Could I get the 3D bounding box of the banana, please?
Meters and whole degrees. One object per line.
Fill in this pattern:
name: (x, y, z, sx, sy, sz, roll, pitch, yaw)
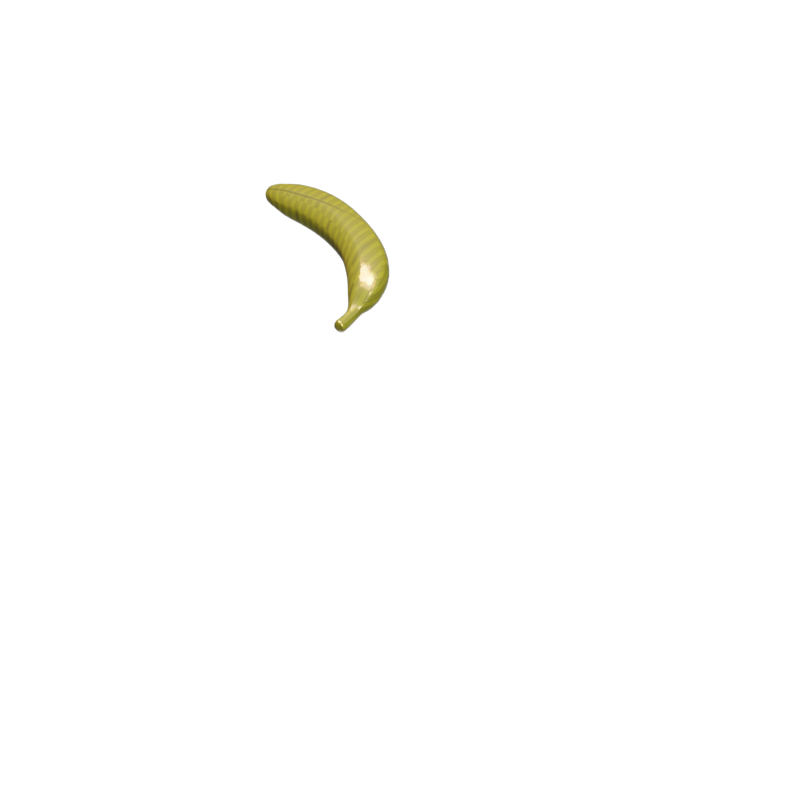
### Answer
banana: (-0.057, -0.139, 0.962, 0.069, 0.034, 0.214, -14, 44, -16)
